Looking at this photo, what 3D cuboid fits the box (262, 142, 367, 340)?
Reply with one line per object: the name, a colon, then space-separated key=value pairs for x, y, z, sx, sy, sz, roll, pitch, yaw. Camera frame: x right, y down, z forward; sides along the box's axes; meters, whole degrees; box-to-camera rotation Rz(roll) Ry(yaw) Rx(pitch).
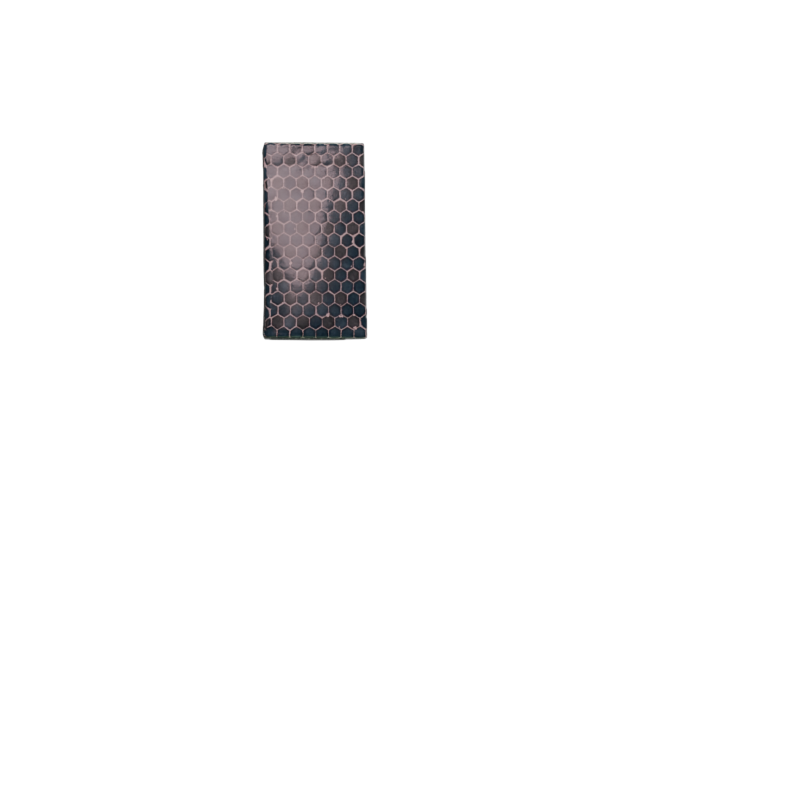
box: x=-0.078 y=-0.143 z=1.000 sx=0.093 sy=0.180 sz=0.047 roll=0 pitch=-8 yaw=-6
